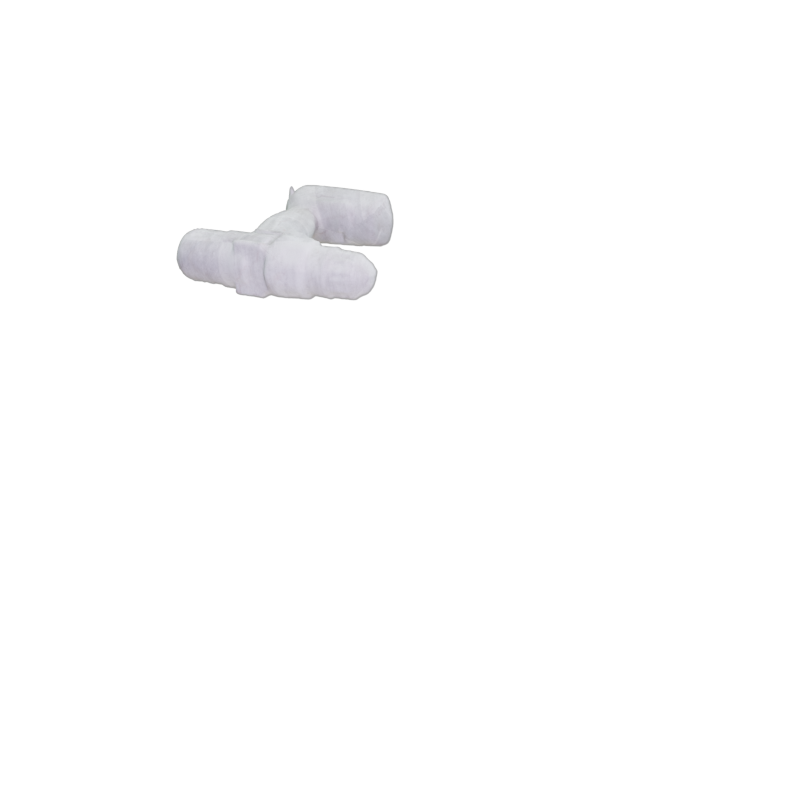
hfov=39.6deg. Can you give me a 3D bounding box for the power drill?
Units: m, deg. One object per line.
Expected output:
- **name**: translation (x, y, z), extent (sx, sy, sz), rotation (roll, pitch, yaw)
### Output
- **power drill**: translation (-0.077, -0.141, 0.984), extent (0.192, 0.055, 0.189), rotation (11, 26, 24)
